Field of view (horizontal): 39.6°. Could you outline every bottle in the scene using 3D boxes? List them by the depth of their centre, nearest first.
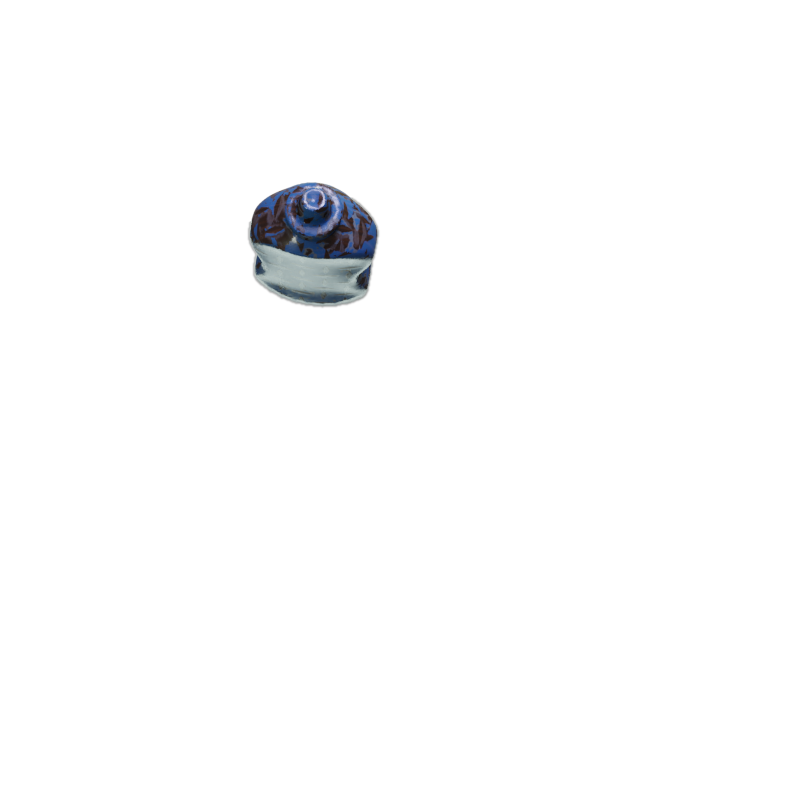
[{"bbox_3d":[-0.066,-0.122,0.848,0.096,0.060,0.186,11,-10,-1],"label":"bottle"}]
